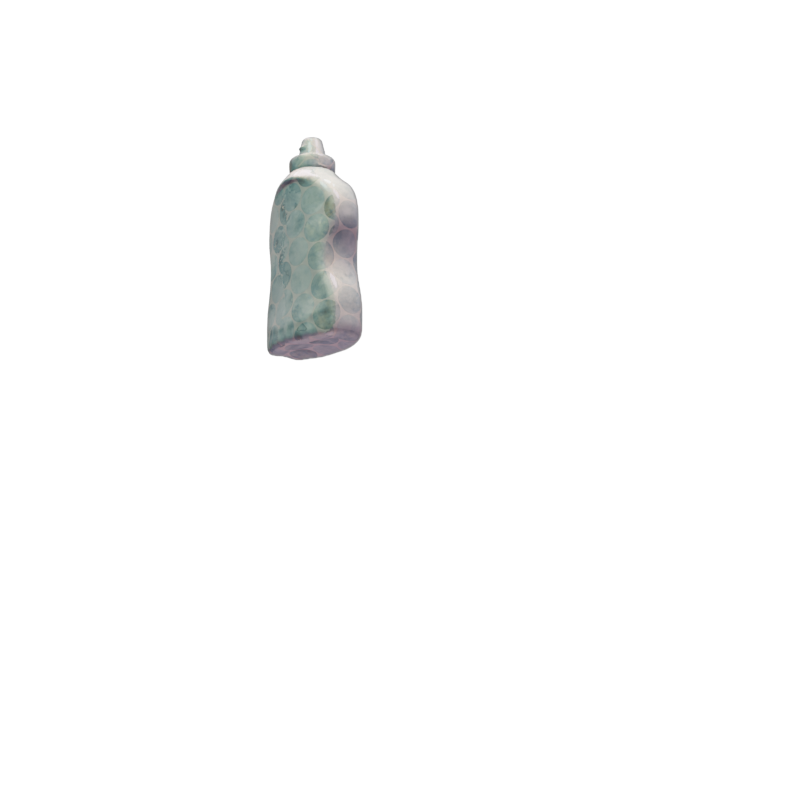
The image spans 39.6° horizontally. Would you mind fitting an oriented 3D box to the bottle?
[{"bbox_3d":[-0.075,-0.137,0.957,0.055,0.200,0.097,13,-23,-37],"label":"bottle"}]
